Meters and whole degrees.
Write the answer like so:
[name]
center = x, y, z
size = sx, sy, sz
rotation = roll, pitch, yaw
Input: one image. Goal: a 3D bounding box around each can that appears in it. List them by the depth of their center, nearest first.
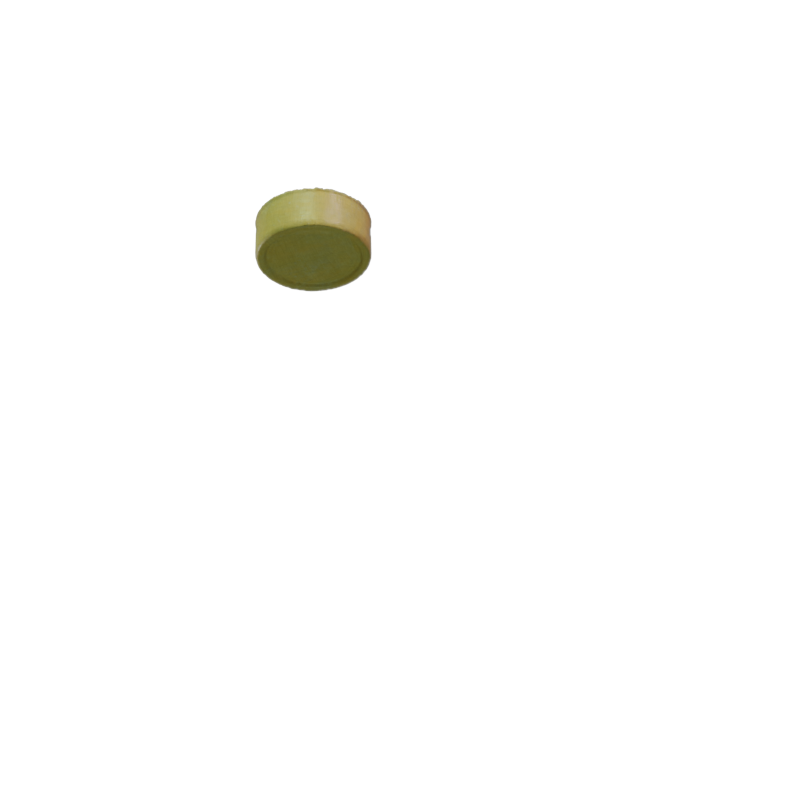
[can]
center = -0.063, -0.116, 0.810
size = 0.086, 0.036, 0.080
rotation = 1, -31, -2
